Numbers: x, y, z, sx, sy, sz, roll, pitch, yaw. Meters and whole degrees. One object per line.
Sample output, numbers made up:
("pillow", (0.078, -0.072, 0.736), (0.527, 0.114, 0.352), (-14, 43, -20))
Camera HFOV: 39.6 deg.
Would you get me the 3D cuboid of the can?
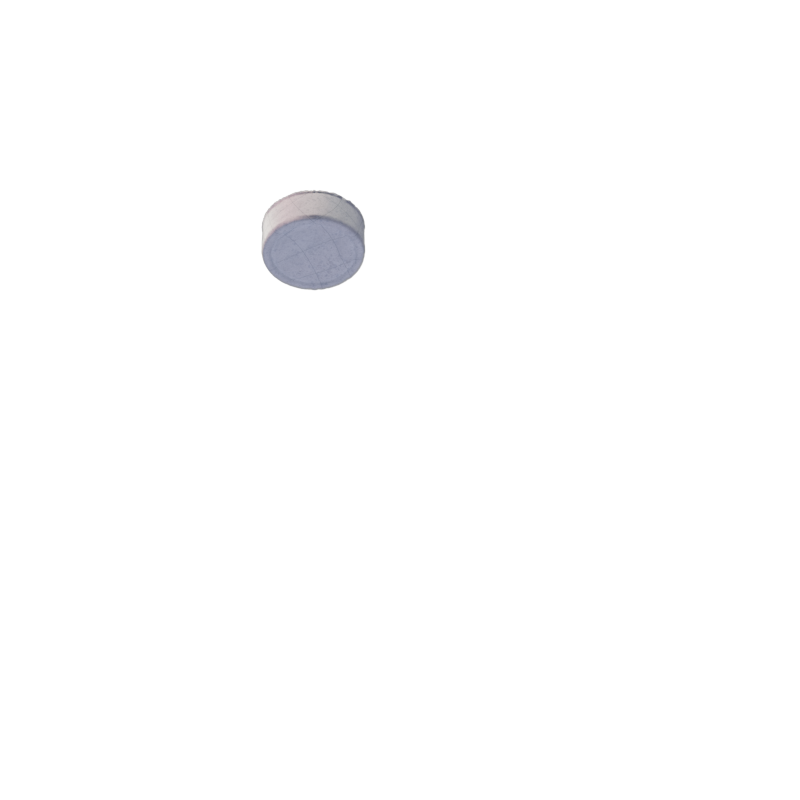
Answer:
("can", (-0.071, -0.130, 0.911), (0.086, 0.036, 0.080), (1, -41, -1))
